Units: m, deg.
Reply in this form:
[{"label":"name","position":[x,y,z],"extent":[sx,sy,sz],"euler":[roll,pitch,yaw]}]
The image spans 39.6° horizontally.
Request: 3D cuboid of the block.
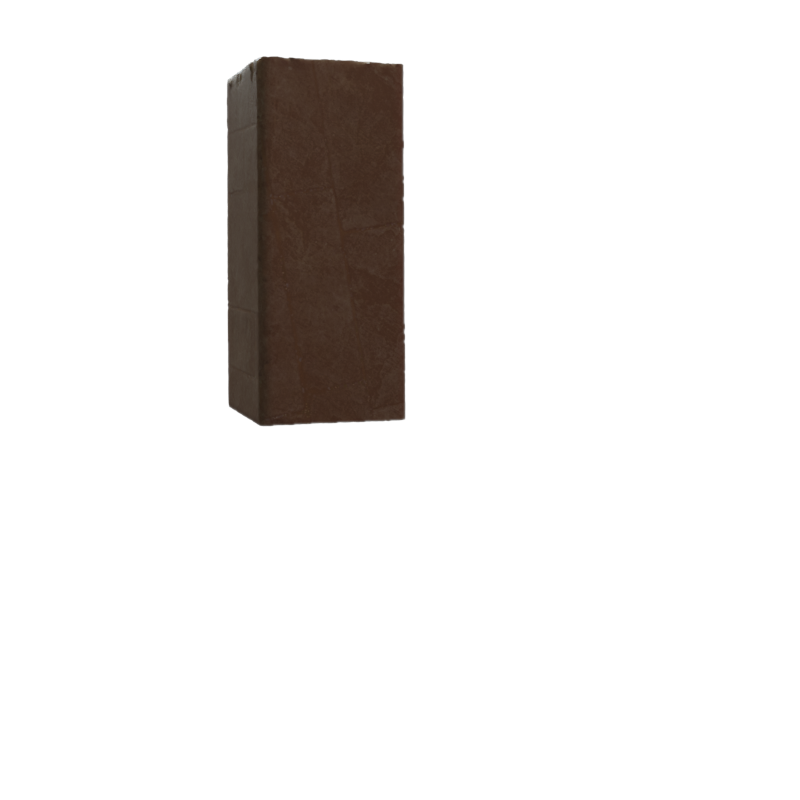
[{"label":"block","position":[-0.053,-0.096,0.670],"extent":[0.088,0.206,0.093],"euler":[0,1,-19]}]
